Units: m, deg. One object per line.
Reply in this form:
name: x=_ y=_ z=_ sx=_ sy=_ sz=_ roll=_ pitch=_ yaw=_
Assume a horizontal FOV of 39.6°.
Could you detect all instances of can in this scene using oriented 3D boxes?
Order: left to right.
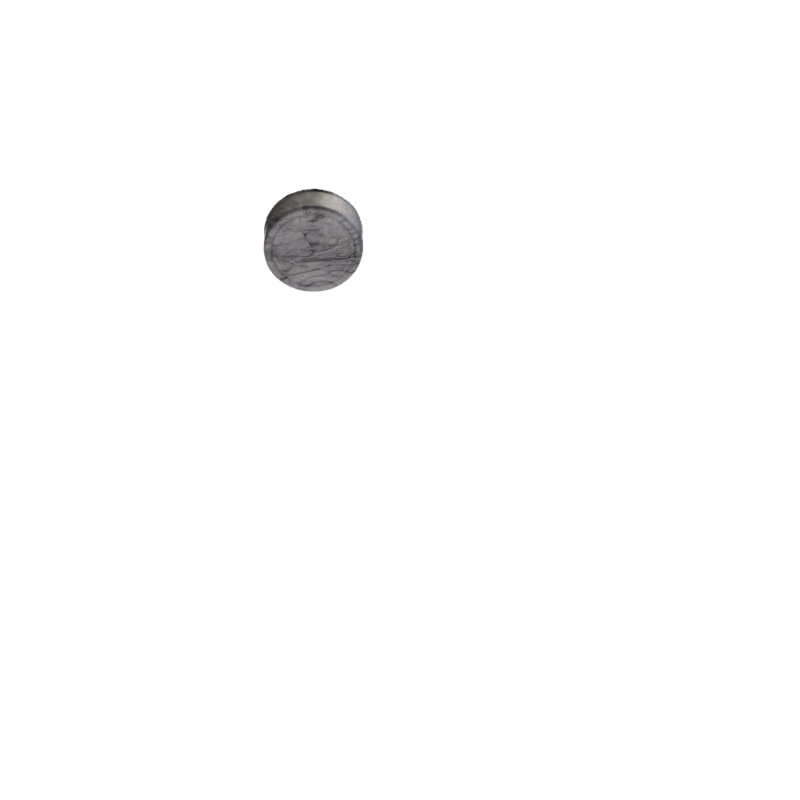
can: x=-0.074 y=-0.135 z=0.948 sx=0.086 sy=0.080 sz=0.036 roll=1 pitch=34 yaw=-1
